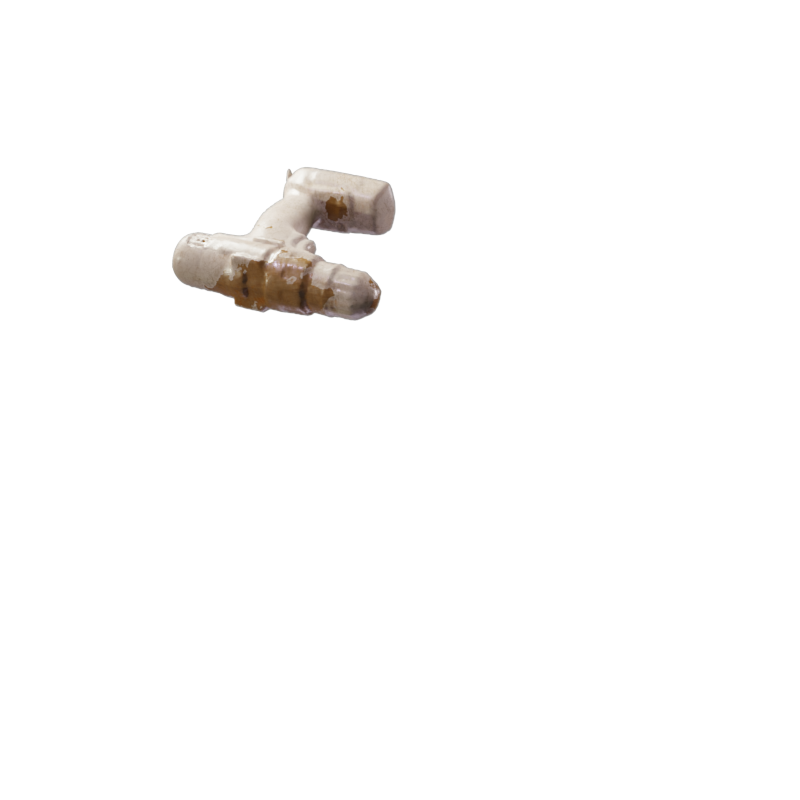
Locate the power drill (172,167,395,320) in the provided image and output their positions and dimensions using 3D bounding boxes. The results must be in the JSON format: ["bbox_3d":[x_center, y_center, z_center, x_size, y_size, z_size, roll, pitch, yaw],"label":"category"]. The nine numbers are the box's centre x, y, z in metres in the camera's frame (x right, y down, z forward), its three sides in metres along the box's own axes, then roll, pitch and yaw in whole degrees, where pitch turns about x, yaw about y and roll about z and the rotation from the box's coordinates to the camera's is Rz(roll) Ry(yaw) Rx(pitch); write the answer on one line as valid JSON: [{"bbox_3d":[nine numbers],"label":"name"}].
[{"bbox_3d":[-0.074,-0.136,0.949,0.192,0.054,0.192,14,35,21],"label":"power drill"}]
